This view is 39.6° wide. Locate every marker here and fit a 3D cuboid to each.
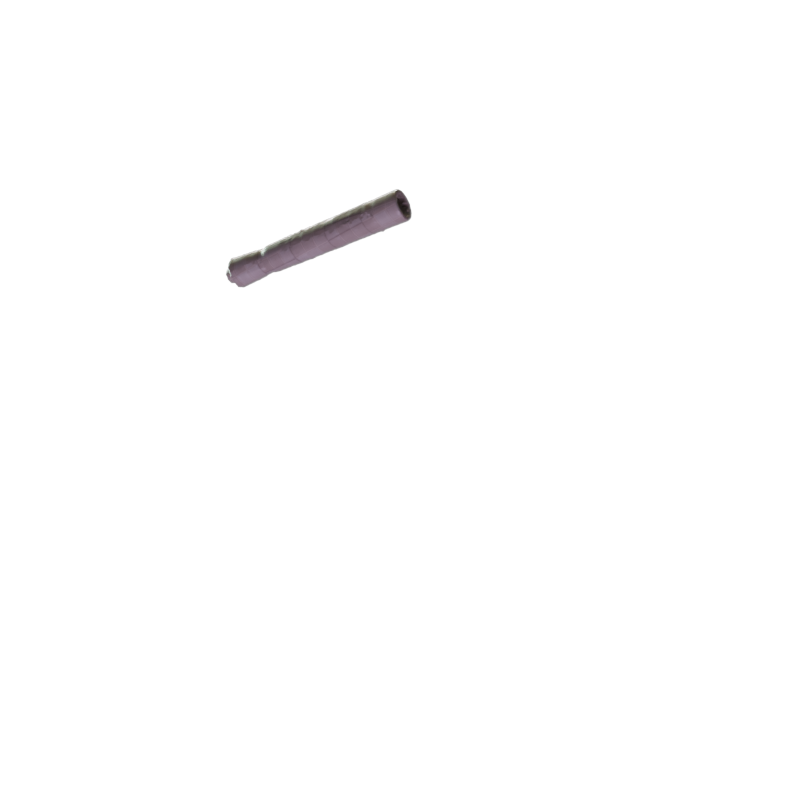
[{"bbox_3d":[-0.050,-0.091,0.638,0.122,0.020,0.019,-18,-5,27],"label":"marker"}]
